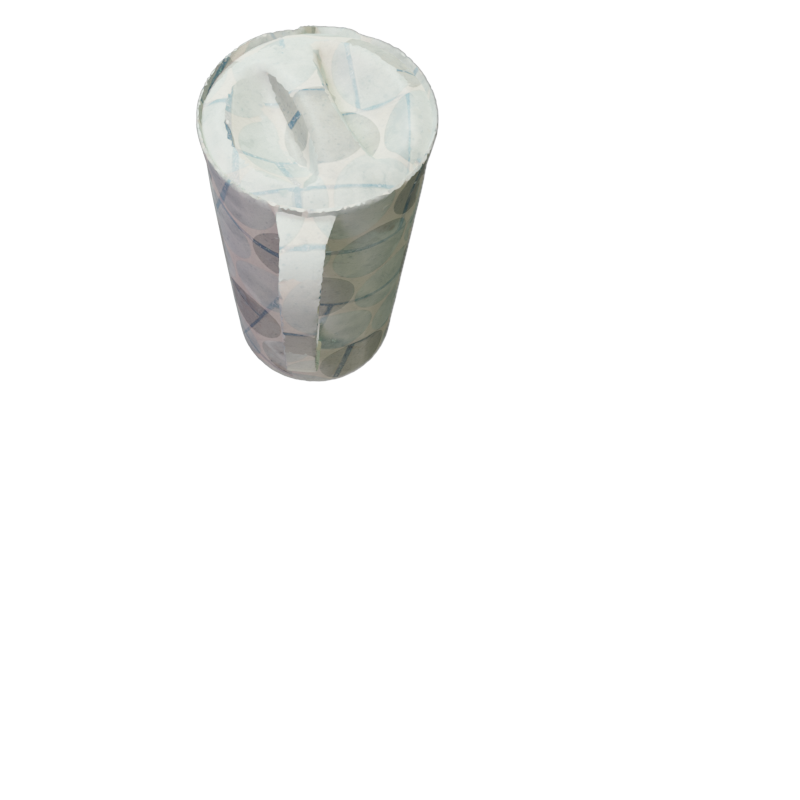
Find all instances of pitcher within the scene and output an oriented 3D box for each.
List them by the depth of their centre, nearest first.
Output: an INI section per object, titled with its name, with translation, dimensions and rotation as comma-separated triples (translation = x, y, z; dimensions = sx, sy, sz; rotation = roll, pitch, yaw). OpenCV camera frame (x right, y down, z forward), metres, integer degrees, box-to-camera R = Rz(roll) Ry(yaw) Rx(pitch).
[pitcher]
translation = -0.055, -0.100, 0.698
dimensions = 0.150, 0.153, 0.228
rotation = -38, -20, -21
